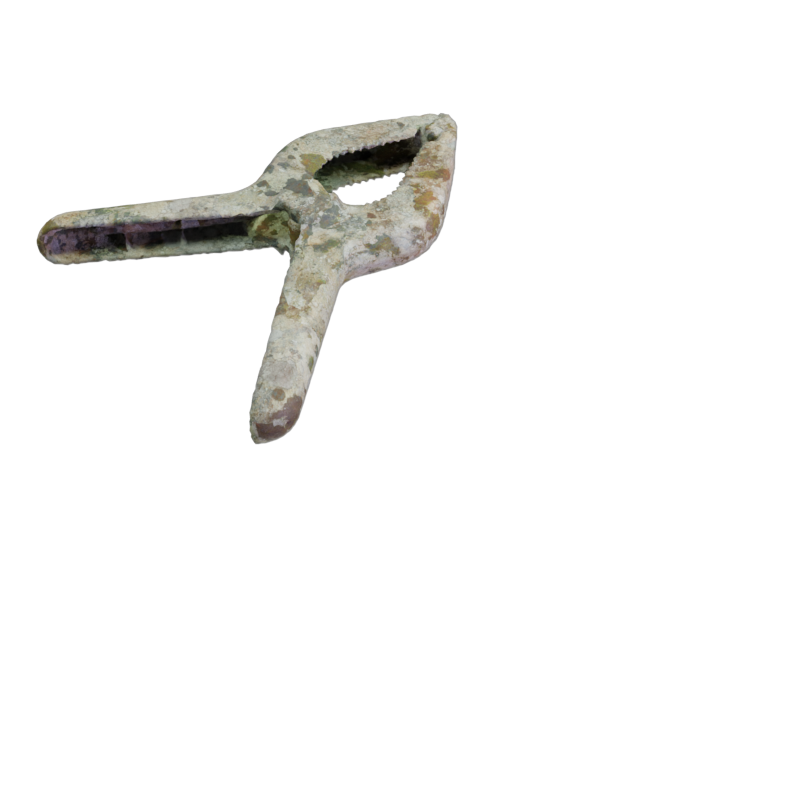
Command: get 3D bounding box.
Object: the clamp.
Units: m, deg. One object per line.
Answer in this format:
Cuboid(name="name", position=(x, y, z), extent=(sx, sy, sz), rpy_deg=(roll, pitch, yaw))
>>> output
Cuboid(name="clamp", position=(-0.041, -0.074, 0.518), extent=(0.210, 0.034, 0.177), rpy_deg=(-30, 53, -25))
